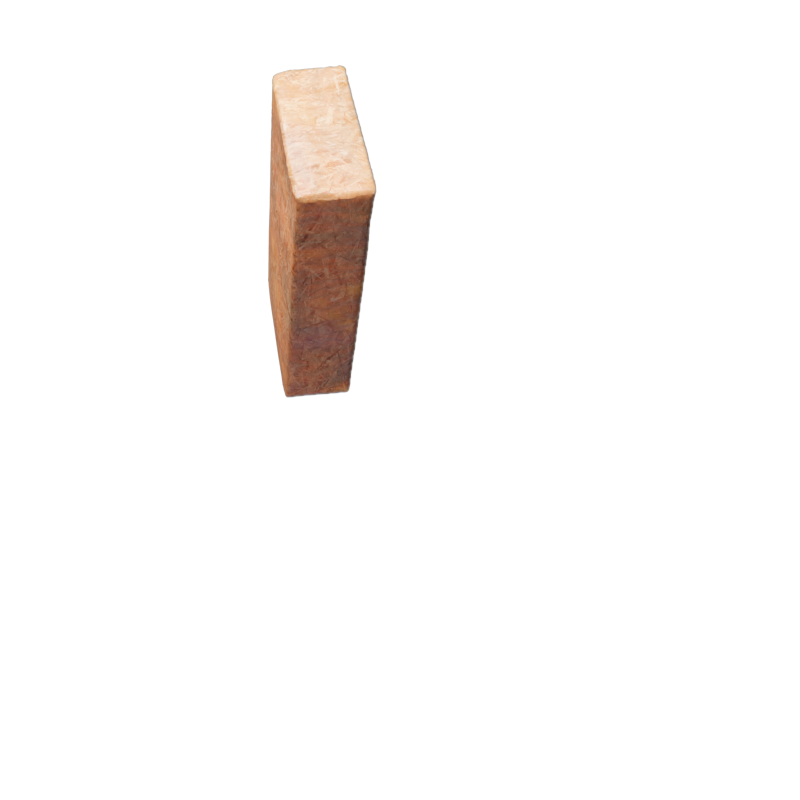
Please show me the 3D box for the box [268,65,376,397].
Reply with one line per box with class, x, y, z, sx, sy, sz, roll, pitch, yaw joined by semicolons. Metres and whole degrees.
box;-0.048;-0.087;0.610;0.048;0.101;0.165;-7;-35;-9
